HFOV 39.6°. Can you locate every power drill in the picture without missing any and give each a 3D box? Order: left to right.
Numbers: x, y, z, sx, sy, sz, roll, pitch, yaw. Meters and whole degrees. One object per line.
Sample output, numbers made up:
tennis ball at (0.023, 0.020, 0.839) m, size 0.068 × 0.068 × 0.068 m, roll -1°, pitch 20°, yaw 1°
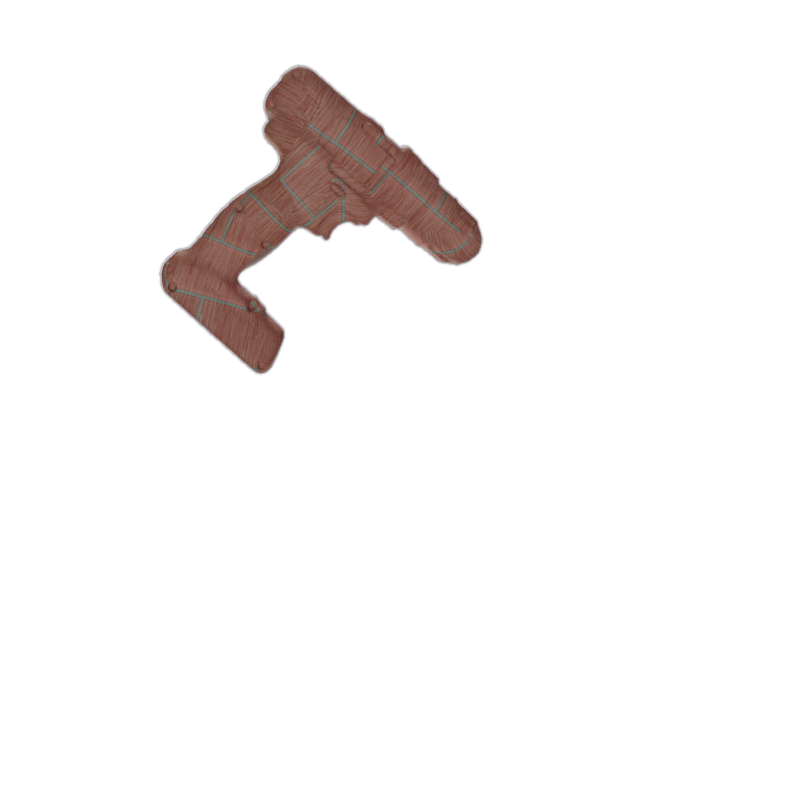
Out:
power drill at (-0.061, -0.111, 0.779) m, size 0.182 × 0.187 × 0.058 m, roll 41°, pitch 5°, yaw -5°
